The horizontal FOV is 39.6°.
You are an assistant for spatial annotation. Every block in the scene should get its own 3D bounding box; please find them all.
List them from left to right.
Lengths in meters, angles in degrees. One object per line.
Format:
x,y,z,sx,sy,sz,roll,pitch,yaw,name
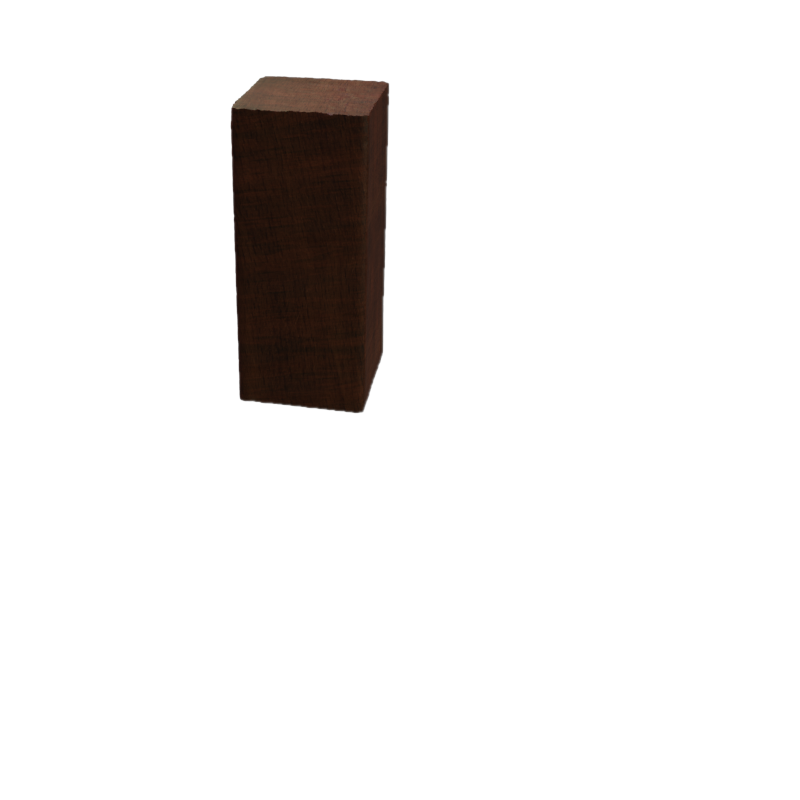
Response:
-0.059,-0.108,0.752,0.091,0.196,0.094,5,25,8,block
